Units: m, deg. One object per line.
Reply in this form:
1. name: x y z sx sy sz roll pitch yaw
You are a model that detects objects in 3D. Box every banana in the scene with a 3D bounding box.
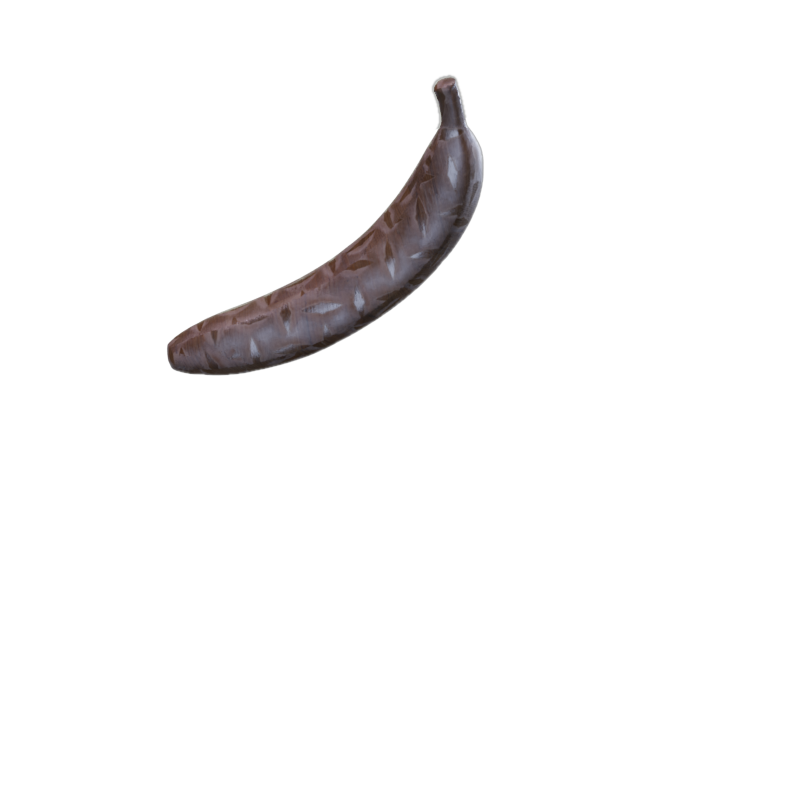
1. banana: -0.026 -0.067 0.535 0.067 0.195 0.039 42 17 -17
